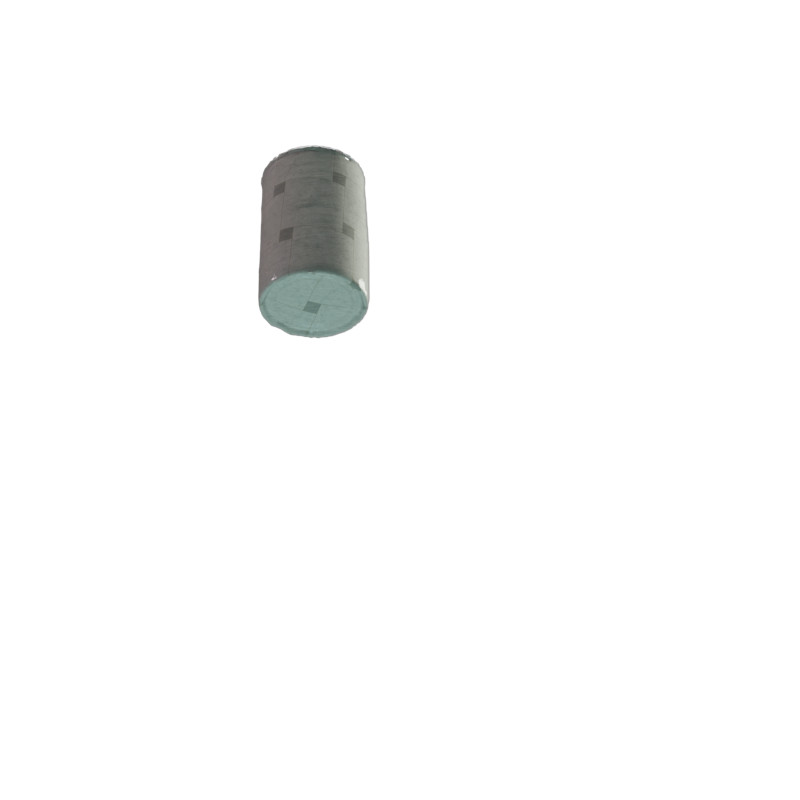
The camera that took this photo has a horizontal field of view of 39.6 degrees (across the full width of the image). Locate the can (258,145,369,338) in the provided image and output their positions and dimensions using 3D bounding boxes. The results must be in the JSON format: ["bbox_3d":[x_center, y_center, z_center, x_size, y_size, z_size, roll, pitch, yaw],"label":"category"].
[{"bbox_3d":[-0.054,-0.098,0.688,0.068,0.110,0.064,-1,-36,-3],"label":"can"}]
